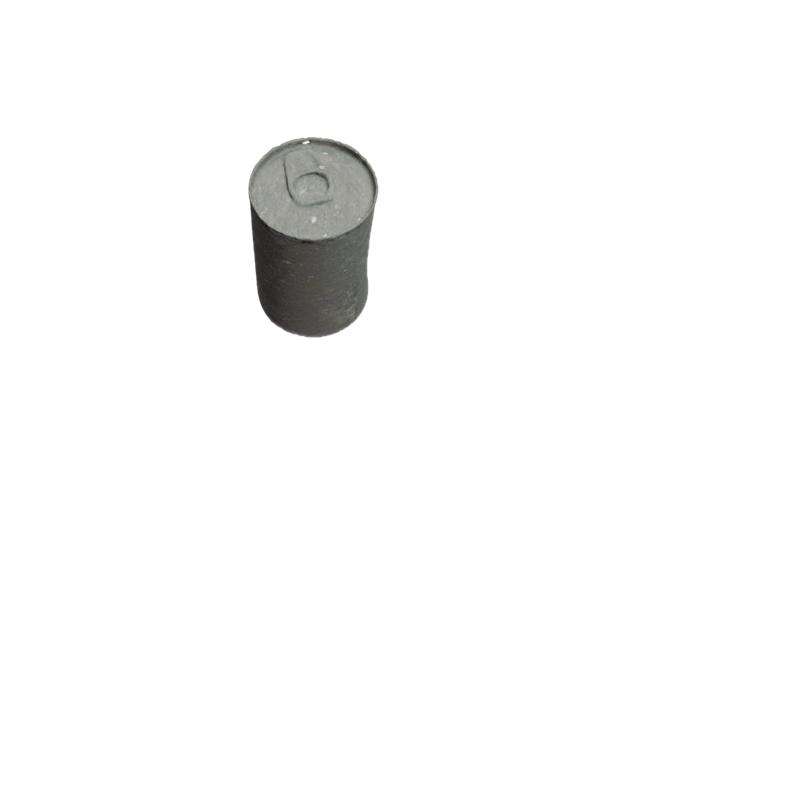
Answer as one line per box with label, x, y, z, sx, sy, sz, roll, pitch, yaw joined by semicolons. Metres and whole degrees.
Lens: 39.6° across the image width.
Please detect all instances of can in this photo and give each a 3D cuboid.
can;-0.048;-0.088;0.619;0.068;0.073;0.096;0;-30;-3
